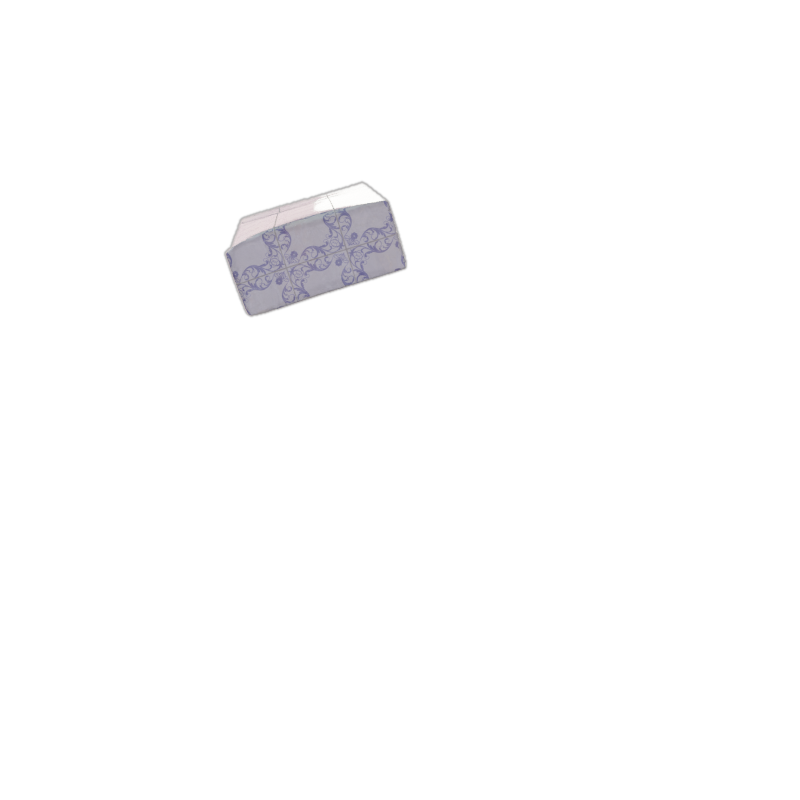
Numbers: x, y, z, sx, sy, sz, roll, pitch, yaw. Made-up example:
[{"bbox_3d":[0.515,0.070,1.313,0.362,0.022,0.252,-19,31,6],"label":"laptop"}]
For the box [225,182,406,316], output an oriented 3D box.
[{"bbox_3d":[-0.053,-0.097,0.678,0.093,0.047,0.180,-17,12,0],"label":"box"}]
